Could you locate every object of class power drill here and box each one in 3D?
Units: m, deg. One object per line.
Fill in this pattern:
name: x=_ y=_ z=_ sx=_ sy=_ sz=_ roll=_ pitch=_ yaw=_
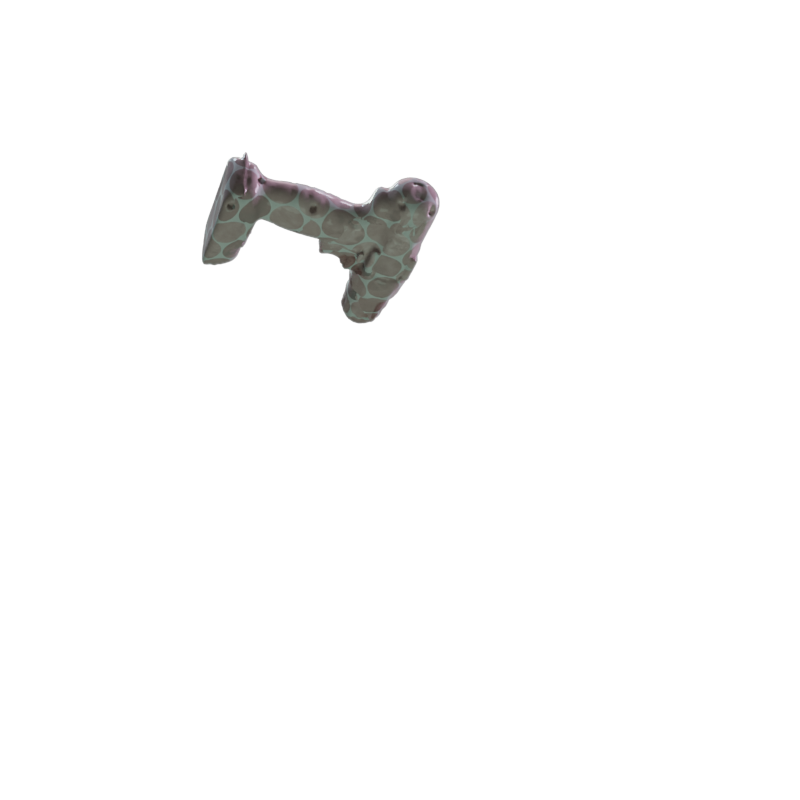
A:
power drill: x=-0.077 y=-0.141 z=0.984 sx=0.184 sy=0.061 sz=0.176 roll=10 pitch=-38 yaw=-14
